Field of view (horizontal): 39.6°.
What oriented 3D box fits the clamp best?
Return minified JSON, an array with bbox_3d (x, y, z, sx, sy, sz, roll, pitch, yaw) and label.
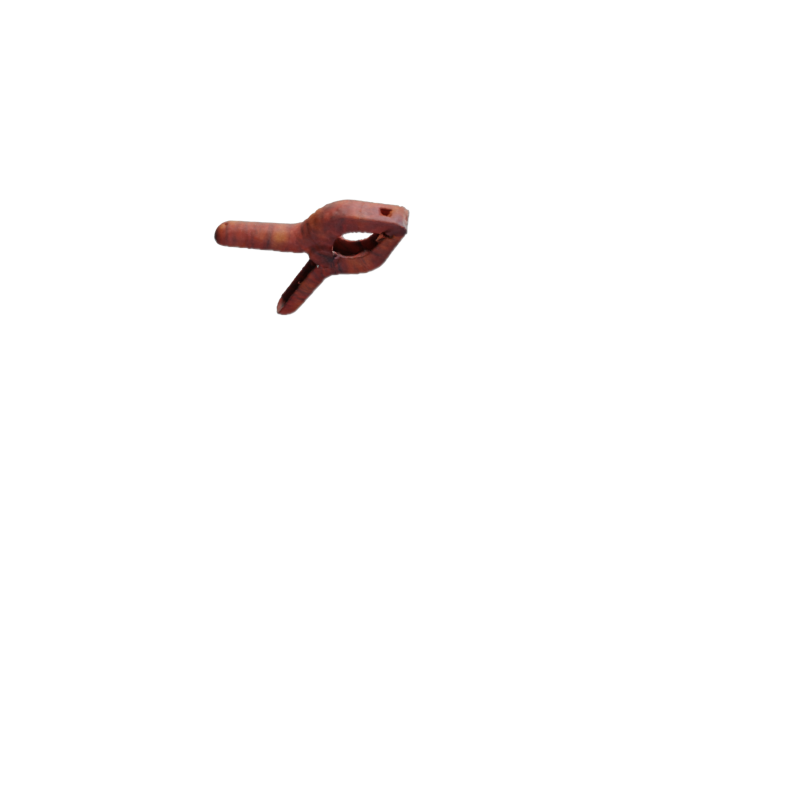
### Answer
[{"bbox_3d":[-0.077,-0.140,0.983,0.172,0.042,0.112,-24,-43,29],"label":"clamp"}]
